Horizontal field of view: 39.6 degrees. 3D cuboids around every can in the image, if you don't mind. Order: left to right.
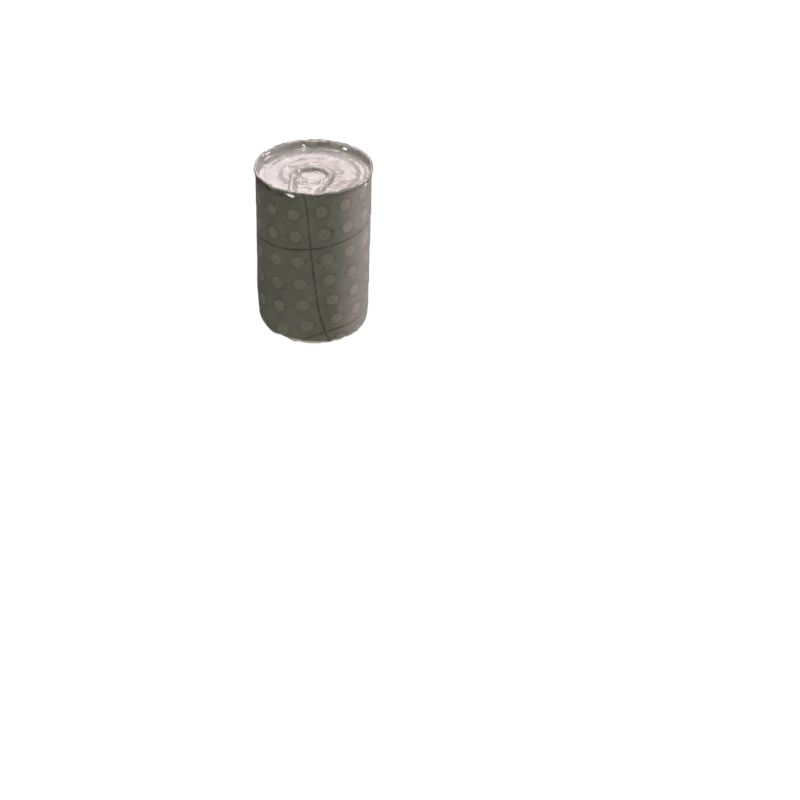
[{"bbox_3d":[-0.051,-0.093,0.653,0.068,0.096,0.073,0,34,-3],"label":"can"}]
